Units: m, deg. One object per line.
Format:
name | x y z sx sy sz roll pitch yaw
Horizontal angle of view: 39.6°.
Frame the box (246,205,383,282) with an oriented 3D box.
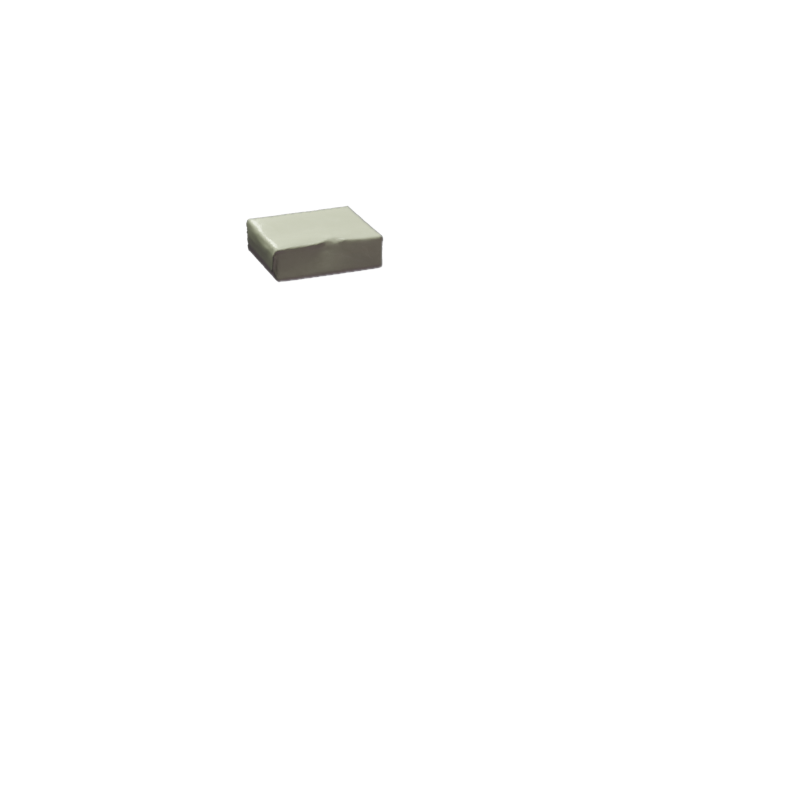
box | -0.068 -0.123 0.862 0.088 0.029 0.078 -10 29 -19
